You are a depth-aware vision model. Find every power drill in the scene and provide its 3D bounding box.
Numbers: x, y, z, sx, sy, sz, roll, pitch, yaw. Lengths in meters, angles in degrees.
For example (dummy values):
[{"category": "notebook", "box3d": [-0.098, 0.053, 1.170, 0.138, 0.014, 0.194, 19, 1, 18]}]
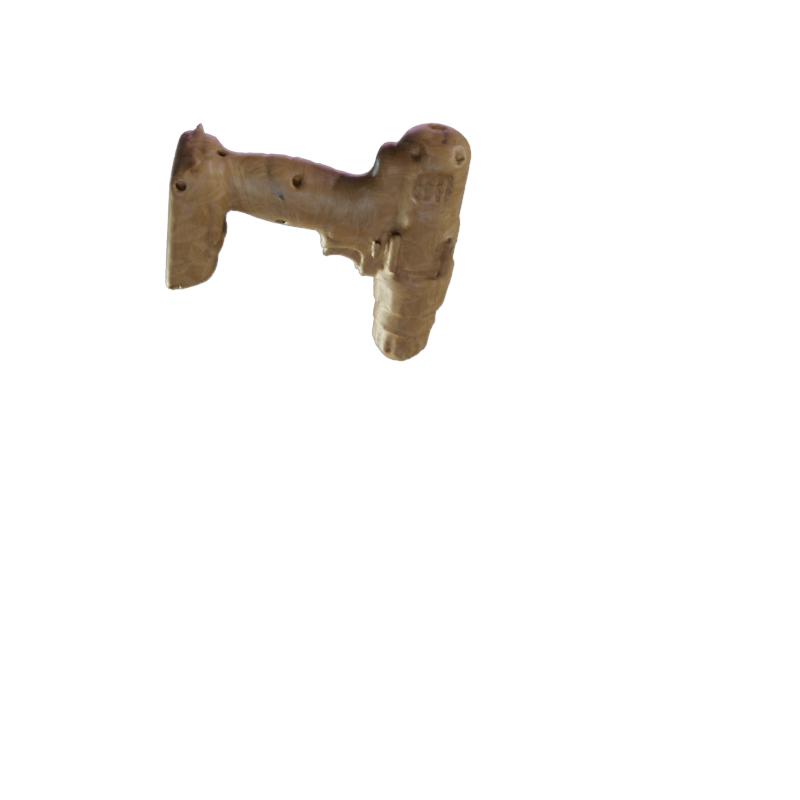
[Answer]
[{"category": "power drill", "box3d": [-0.056, -0.103, 0.721, 0.186, 0.173, 0.061, 5, 40, -5]}]
